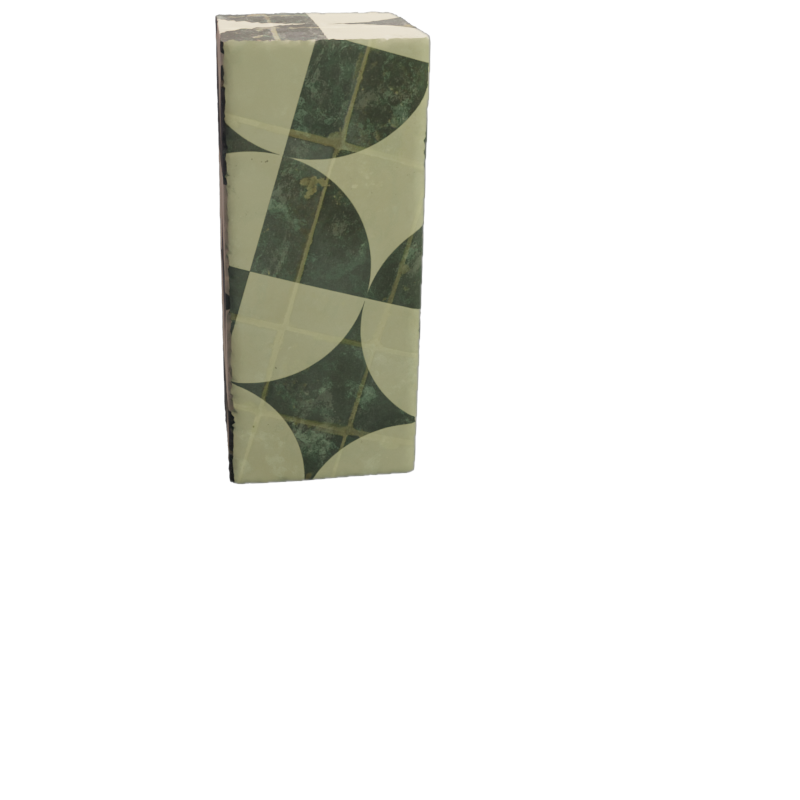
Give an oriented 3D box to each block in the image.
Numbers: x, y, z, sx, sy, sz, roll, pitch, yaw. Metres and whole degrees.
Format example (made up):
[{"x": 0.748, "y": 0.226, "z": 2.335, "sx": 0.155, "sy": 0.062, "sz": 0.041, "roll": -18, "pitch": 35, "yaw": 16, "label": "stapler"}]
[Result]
[{"x": -0.041, "y": -0.075, "z": 0.529, "sx": 0.089, "sy": 0.197, "sz": 0.096, "roll": -2, "pitch": 20, "yaw": -9, "label": "block"}]
